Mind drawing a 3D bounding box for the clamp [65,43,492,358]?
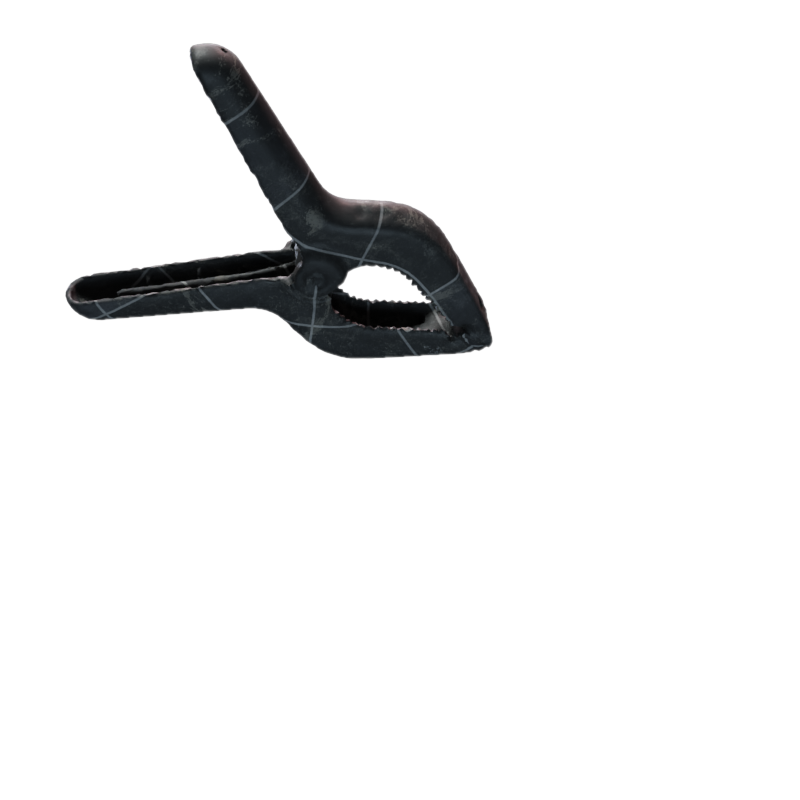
[{"bbox_3d":[-0.042,-0.077,0.540,0.204,0.157,0.039,17,39,-14],"label":"clamp"}]
